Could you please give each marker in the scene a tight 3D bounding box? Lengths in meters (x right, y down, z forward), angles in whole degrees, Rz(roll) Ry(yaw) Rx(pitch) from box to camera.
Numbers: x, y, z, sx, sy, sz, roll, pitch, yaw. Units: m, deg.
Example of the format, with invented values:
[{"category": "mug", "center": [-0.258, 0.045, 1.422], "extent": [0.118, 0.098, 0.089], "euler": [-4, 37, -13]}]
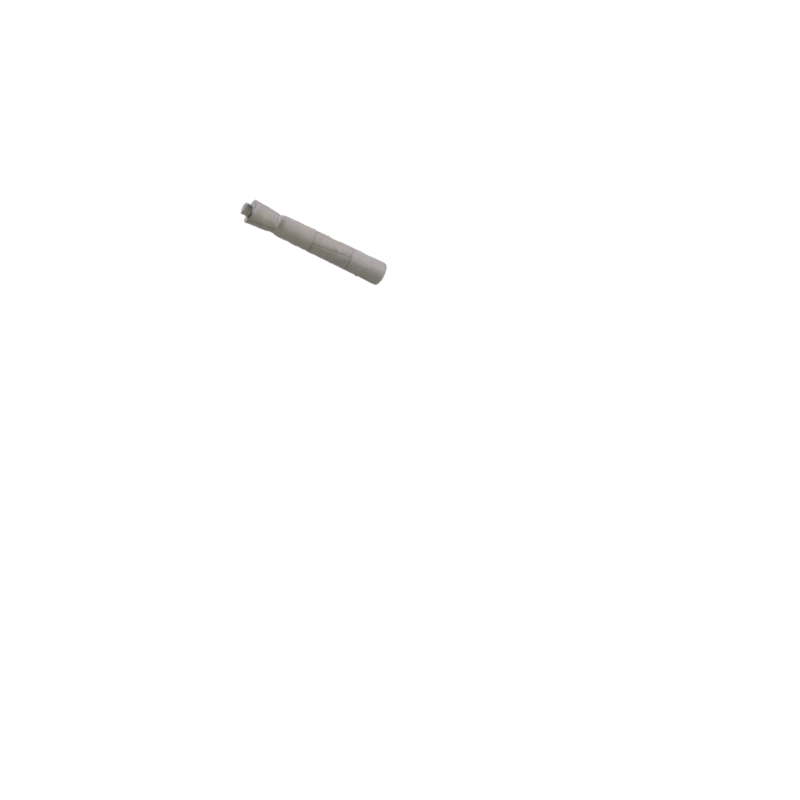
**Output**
[{"category": "marker", "center": [-0.066, -0.120, 0.841], "extent": [0.117, 0.020, 0.020], "euler": [24, -5, -17]}]
